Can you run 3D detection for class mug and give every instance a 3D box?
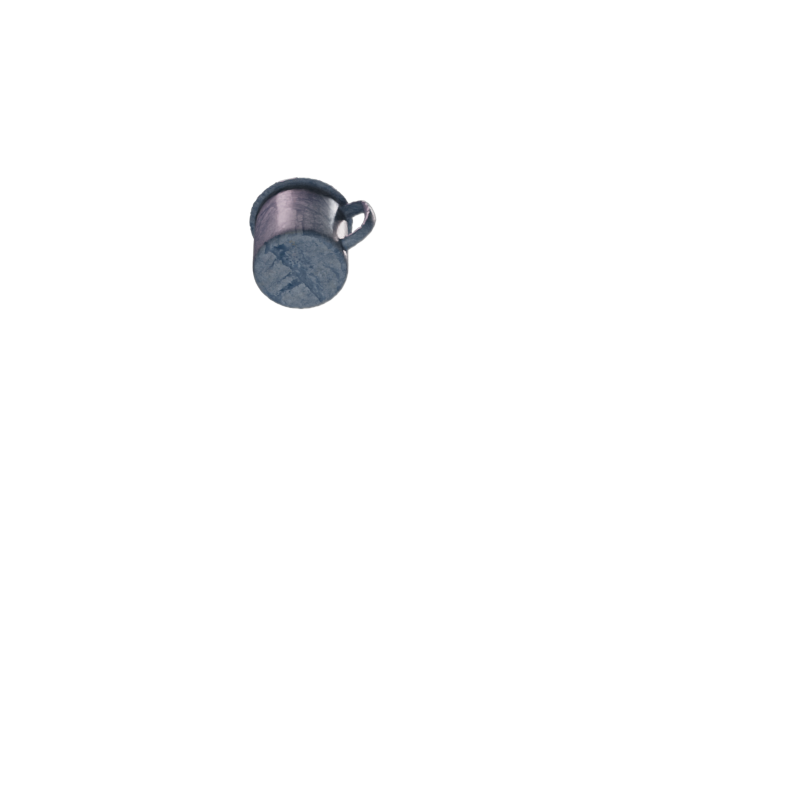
[{"bbox_3d":[-0.075,-0.137,0.958,0.118,0.087,0.087,-19,36,13],"label":"mug"}]
